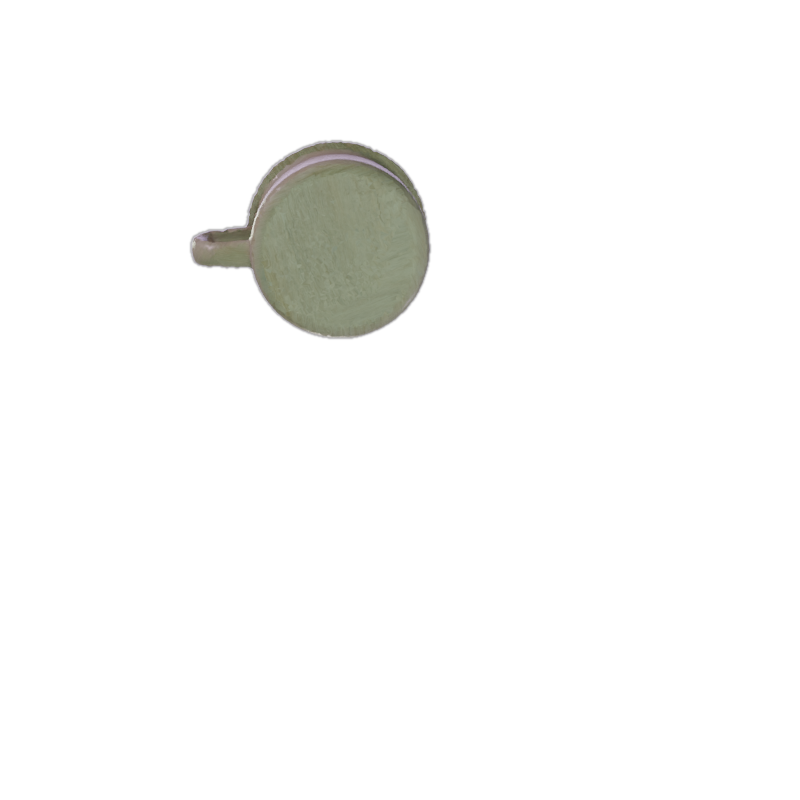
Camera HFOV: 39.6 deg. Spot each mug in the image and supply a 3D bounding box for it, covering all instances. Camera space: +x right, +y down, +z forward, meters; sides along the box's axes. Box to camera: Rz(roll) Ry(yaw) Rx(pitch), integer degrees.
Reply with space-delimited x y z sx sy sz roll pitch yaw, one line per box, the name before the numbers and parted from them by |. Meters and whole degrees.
mug | -0.042 -0.076 0.531 0.117 0.091 0.083 -1 10 -1
